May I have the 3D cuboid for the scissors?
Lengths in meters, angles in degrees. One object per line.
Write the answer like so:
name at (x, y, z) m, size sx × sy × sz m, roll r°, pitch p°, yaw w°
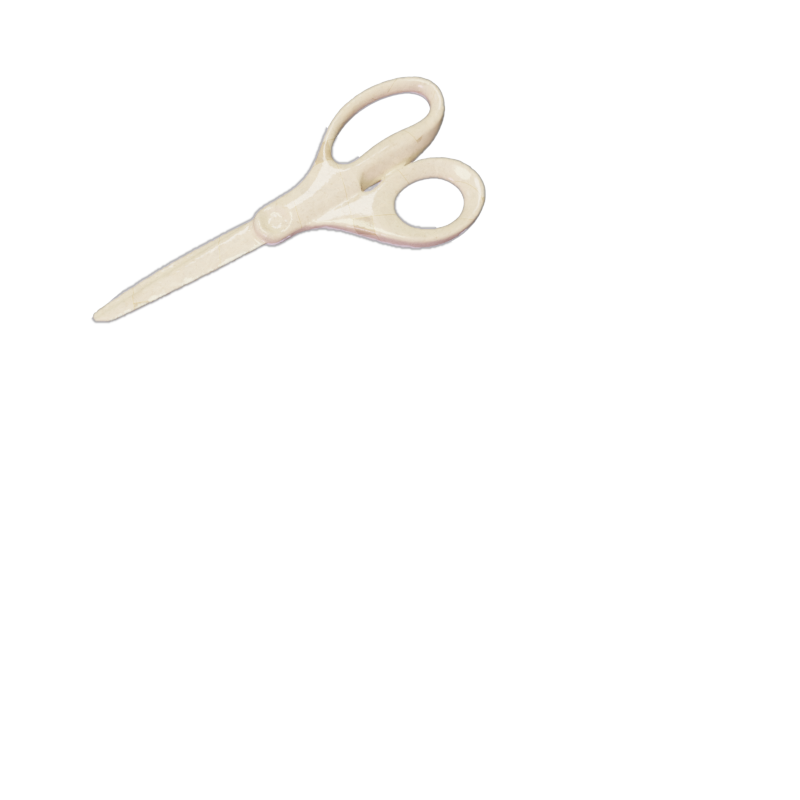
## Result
scissors at (-0.042, -0.076, 0.534) m, size 0.099 × 0.203 × 0.015 m, roll 42°, pitch -13°, yaw 12°
